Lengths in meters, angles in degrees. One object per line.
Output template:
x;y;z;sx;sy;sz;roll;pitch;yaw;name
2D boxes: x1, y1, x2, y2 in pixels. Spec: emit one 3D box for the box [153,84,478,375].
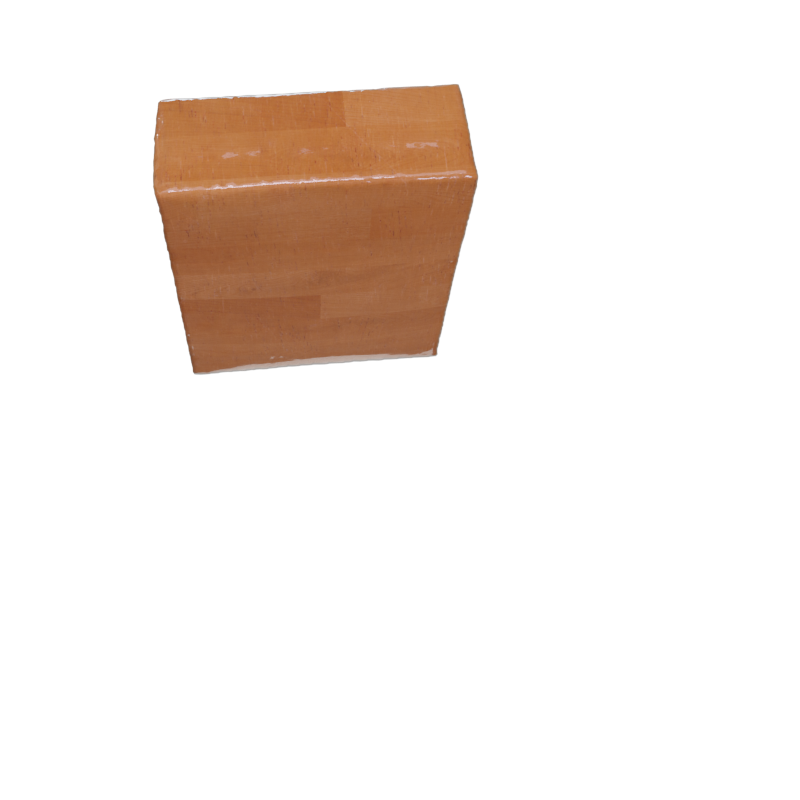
-0.051;-0.094;0.656;0.163;0.076;0.201;-3;-26;-4;box
